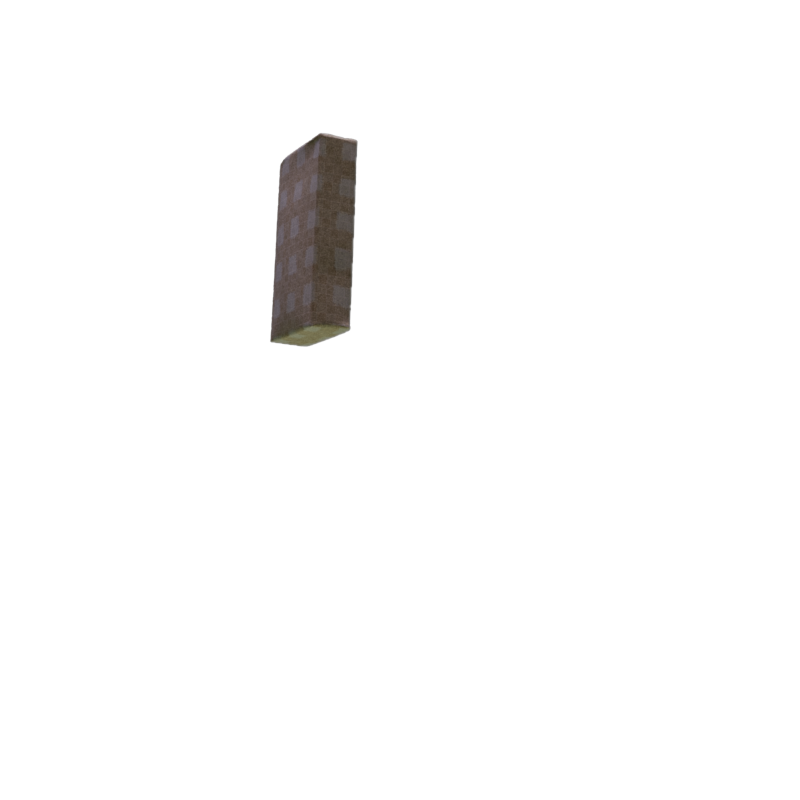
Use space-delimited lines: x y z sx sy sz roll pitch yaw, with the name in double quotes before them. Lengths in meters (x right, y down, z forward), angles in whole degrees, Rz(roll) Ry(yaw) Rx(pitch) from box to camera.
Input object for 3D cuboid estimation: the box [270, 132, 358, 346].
"box" -0.079 -0.143 1.000 0.046 0.182 0.094 7 -15 -28
